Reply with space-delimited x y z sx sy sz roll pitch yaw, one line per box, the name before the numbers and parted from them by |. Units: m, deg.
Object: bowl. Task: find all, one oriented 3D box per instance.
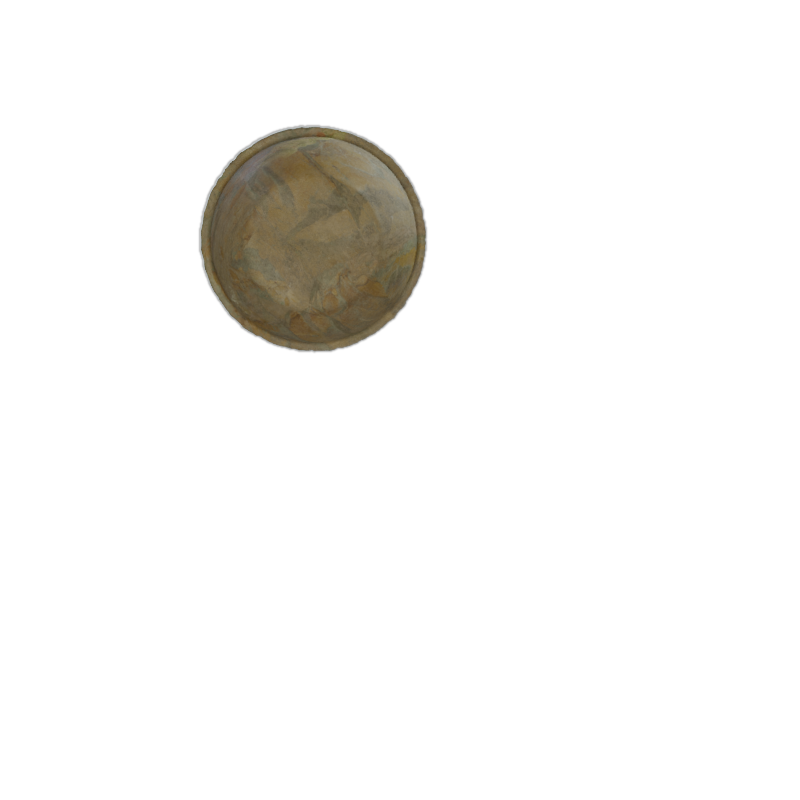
bowl | -0.060 -0.109 0.766 0.162 0.161 0.056 0 4 0
